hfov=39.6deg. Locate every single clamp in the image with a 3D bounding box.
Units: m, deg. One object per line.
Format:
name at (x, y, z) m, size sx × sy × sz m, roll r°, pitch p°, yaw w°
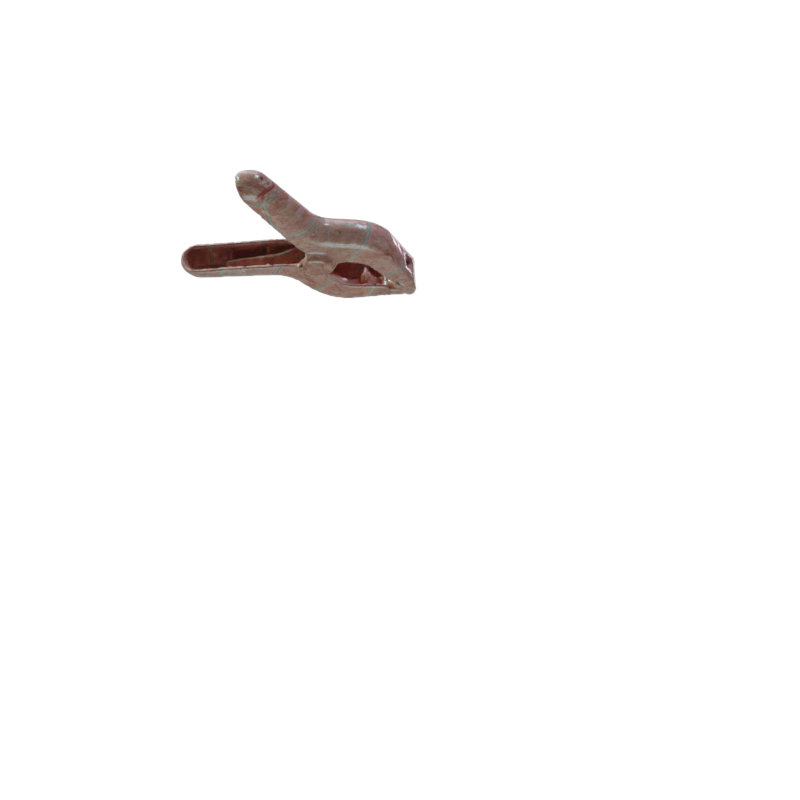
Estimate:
clamp at (-0.062, -0.113, 0.789) m, size 0.167 × 0.041 × 0.117 m, roll 6°, pitch -22°, yaw -16°
